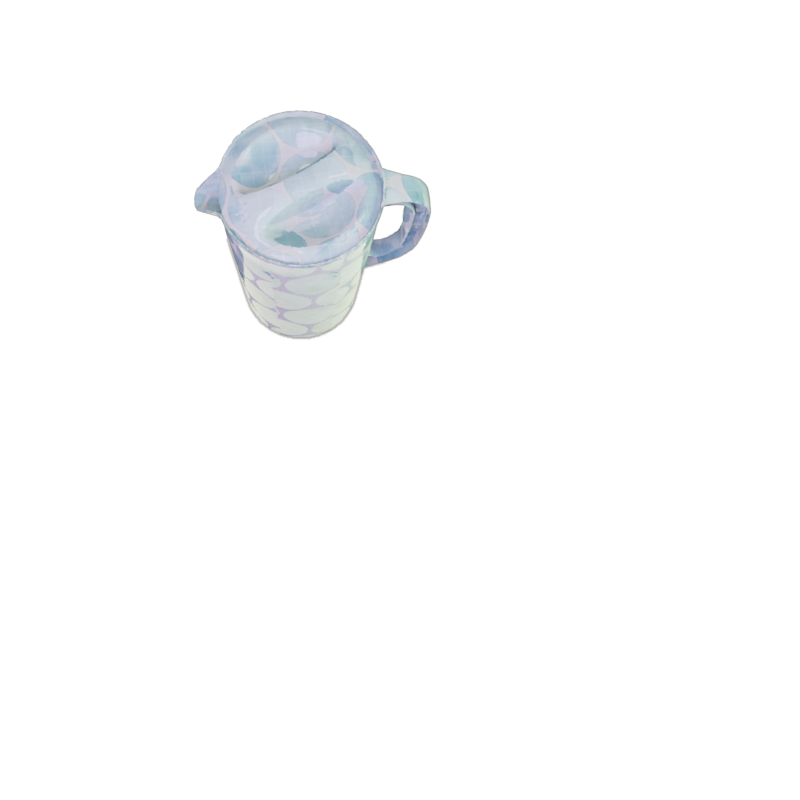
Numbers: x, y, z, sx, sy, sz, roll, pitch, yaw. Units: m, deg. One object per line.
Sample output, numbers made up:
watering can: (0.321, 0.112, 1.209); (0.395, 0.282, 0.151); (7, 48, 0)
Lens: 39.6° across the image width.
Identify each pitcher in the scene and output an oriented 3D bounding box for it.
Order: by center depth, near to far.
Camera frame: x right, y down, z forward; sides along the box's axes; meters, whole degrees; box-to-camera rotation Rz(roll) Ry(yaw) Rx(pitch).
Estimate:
pitcher: (-0.075, -0.137, 0.962); (0.154, 0.147, 0.233); (40, -14, 8)
